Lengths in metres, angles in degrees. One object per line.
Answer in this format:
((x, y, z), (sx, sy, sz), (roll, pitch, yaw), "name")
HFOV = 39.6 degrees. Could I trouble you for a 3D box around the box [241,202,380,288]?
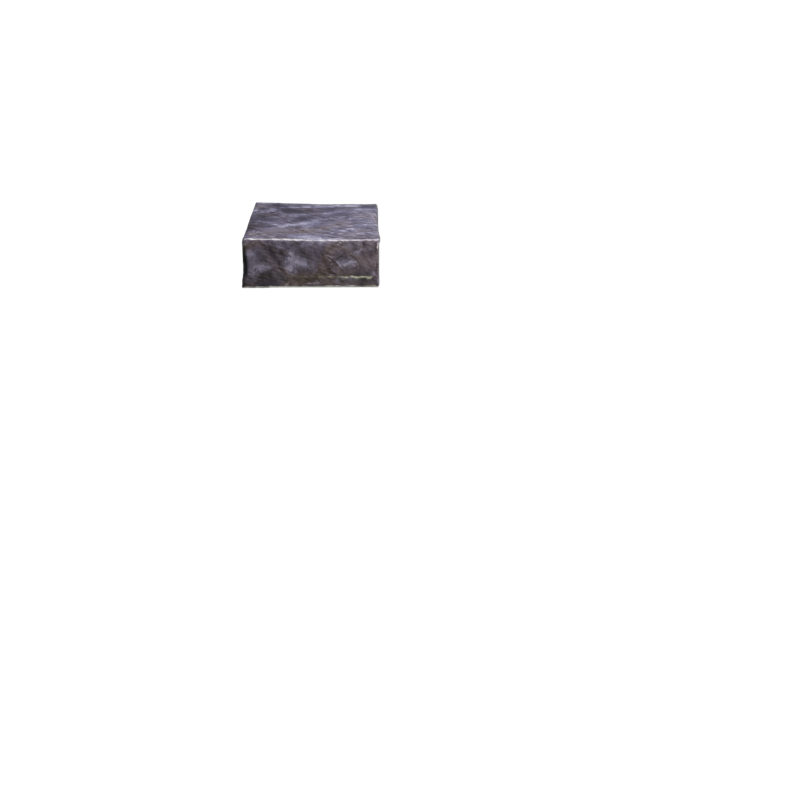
((-0.048, -0.088, 0.617), (0.073, 0.029, 0.093), (0, 21, 0), "box")
